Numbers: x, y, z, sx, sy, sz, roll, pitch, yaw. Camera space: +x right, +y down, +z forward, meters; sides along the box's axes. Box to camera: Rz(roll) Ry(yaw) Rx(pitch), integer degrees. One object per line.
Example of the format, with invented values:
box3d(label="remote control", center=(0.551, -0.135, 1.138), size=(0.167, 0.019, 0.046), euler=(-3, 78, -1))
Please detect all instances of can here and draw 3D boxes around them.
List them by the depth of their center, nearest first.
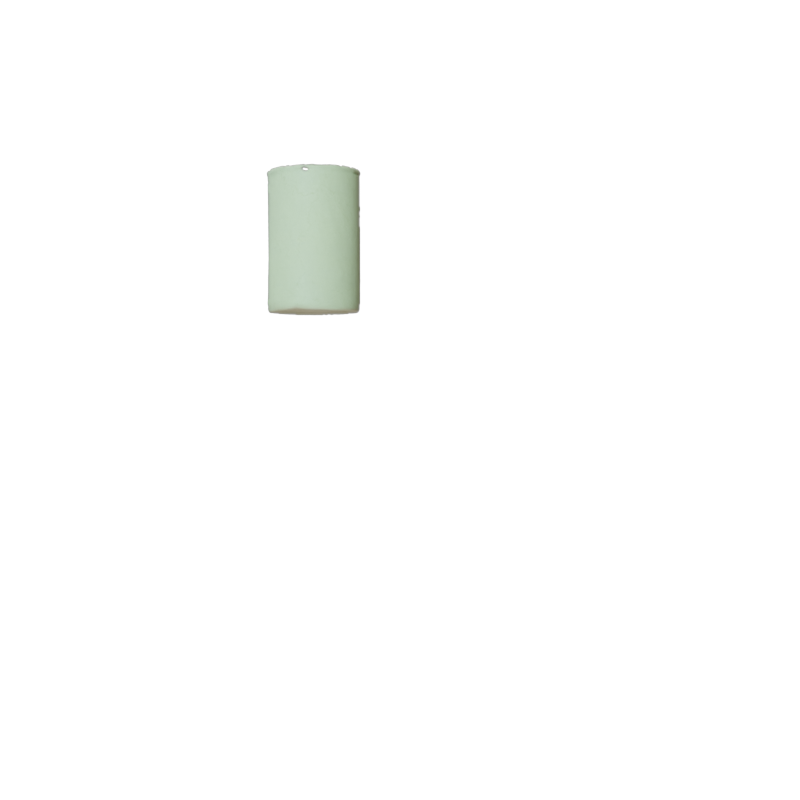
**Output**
box3d(label="can", center=(-0.062, -0.114, 0.798), size=(0.068, 0.104, 0.068), euler=(0, -5, -2))
